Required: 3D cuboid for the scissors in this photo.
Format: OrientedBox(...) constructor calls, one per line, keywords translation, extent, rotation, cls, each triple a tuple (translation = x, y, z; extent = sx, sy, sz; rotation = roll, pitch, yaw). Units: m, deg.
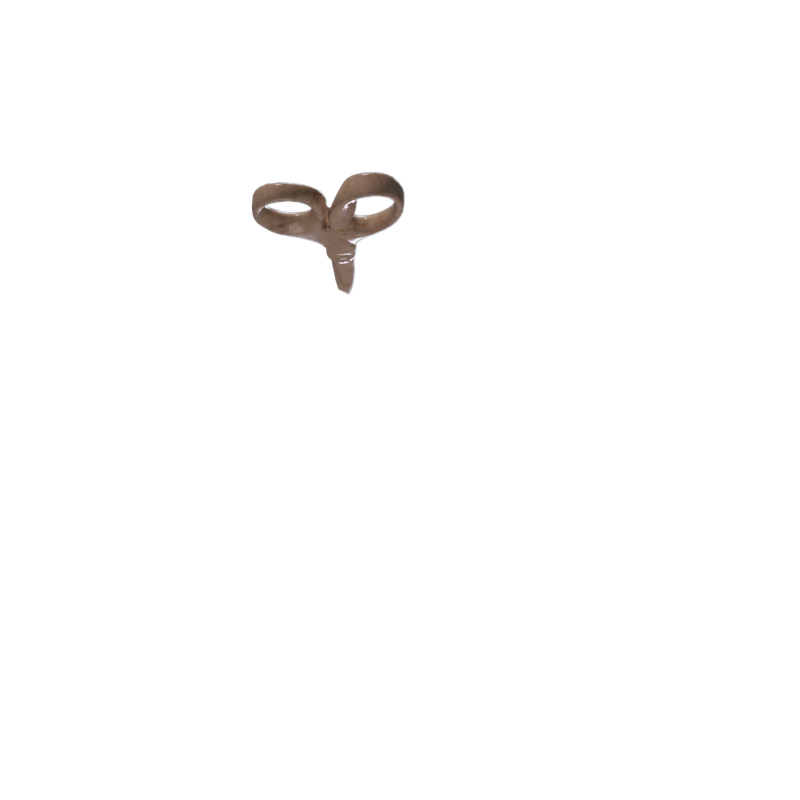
OrientedBox(translation=(-0.054, -0.099, 0.694), extent=(0.094, 0.016, 0.198), rotation=(4, -13, -15), cls="scissors")
